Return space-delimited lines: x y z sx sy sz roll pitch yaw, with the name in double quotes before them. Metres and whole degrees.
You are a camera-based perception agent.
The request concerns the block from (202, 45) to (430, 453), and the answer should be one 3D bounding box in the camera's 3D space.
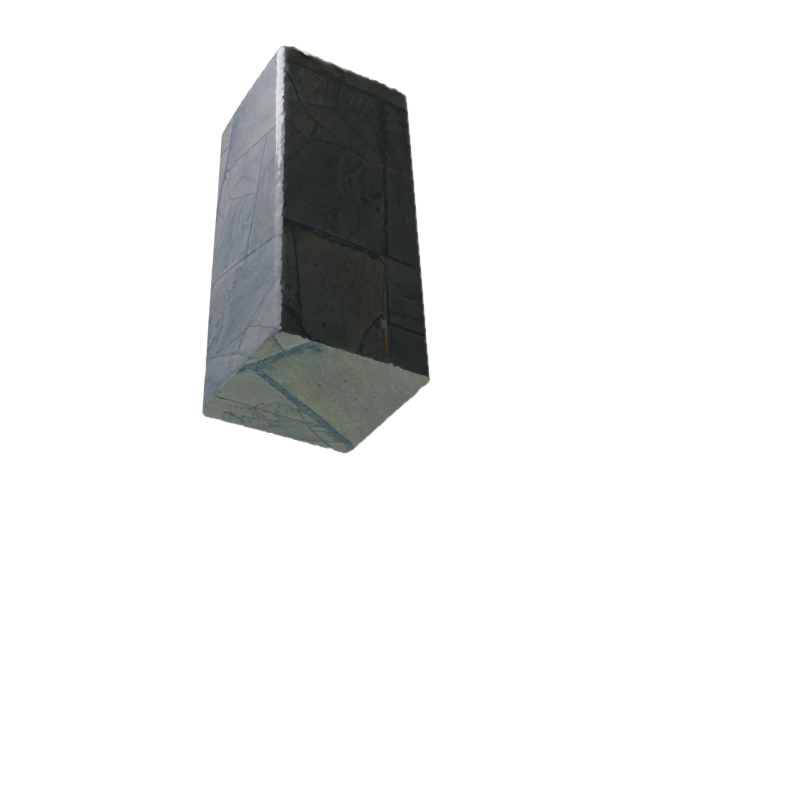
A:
"block" -0.049 -0.090 0.630 0.087 0.221 0.088 18 -41 -25
